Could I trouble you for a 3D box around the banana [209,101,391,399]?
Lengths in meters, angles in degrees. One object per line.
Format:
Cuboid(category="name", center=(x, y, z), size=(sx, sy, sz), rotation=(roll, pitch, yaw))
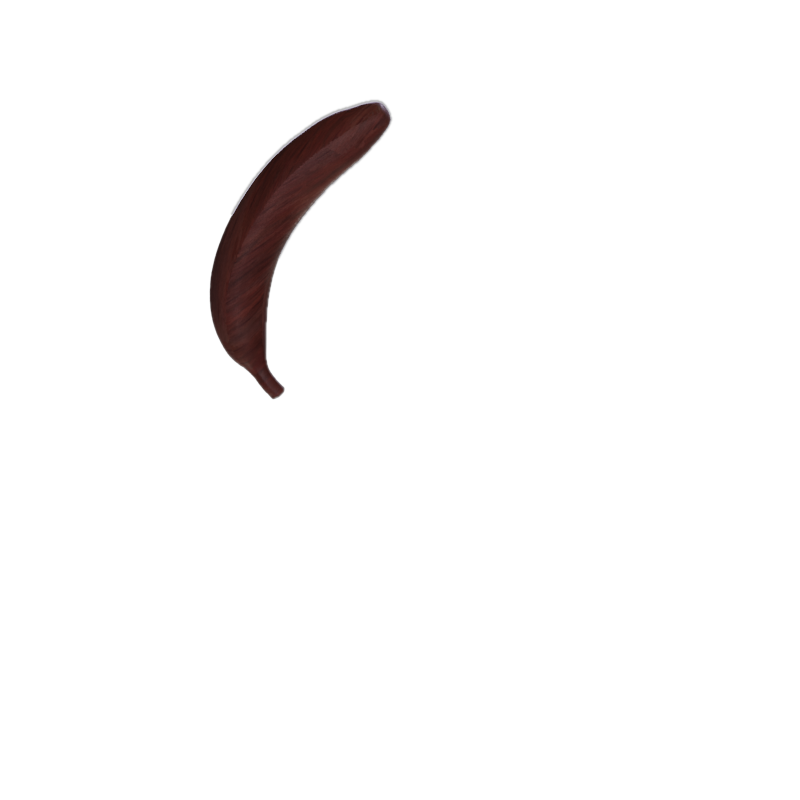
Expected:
Cuboid(category="banana", center=(-0.071, -0.098, 0.672), size=(0.068, 0.191, 0.039), rotation=(20, 20, -9))
